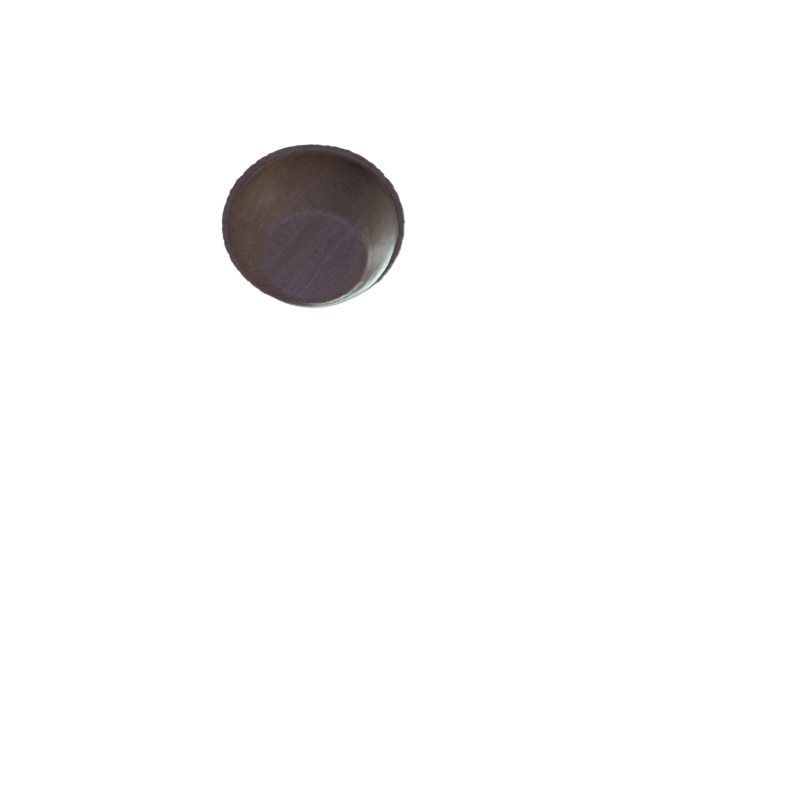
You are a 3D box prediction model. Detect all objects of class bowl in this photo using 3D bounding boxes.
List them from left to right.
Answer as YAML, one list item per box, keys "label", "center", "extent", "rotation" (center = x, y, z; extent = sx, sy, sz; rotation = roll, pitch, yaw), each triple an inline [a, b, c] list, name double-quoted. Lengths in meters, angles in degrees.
- label: "bowl"
  center: [-0.075, -0.136, 0.956]
  extent: [0.162, 0.152, 0.059]
  rotation: [1, 32, -1]
